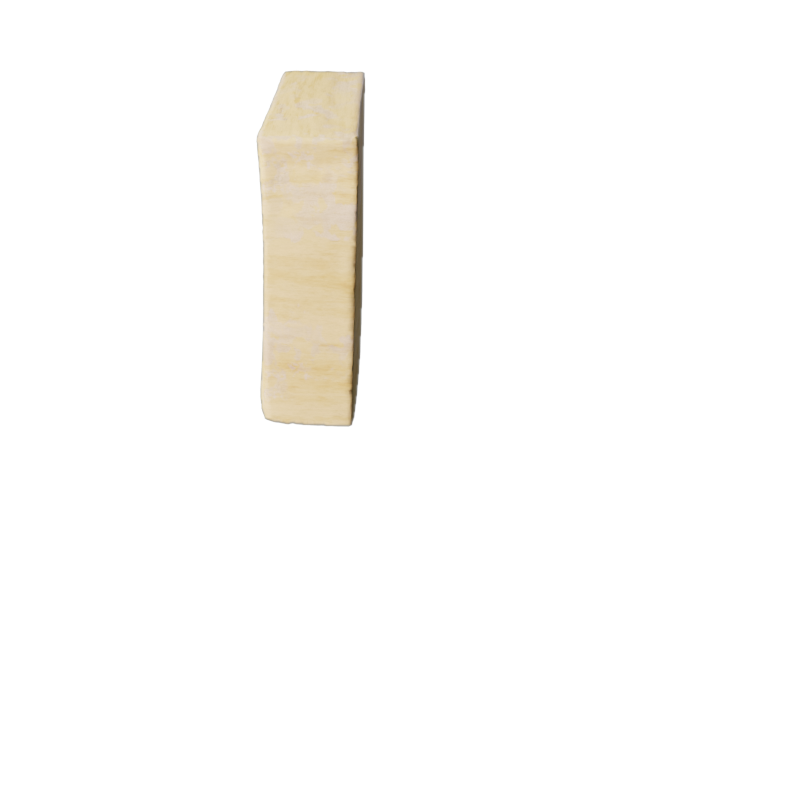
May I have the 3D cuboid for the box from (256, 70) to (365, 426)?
[{"bbox_3d":[-0.063,-0.115,0.803,0.072,0.203,0.173,2,26,-1],"label":"box"}]
